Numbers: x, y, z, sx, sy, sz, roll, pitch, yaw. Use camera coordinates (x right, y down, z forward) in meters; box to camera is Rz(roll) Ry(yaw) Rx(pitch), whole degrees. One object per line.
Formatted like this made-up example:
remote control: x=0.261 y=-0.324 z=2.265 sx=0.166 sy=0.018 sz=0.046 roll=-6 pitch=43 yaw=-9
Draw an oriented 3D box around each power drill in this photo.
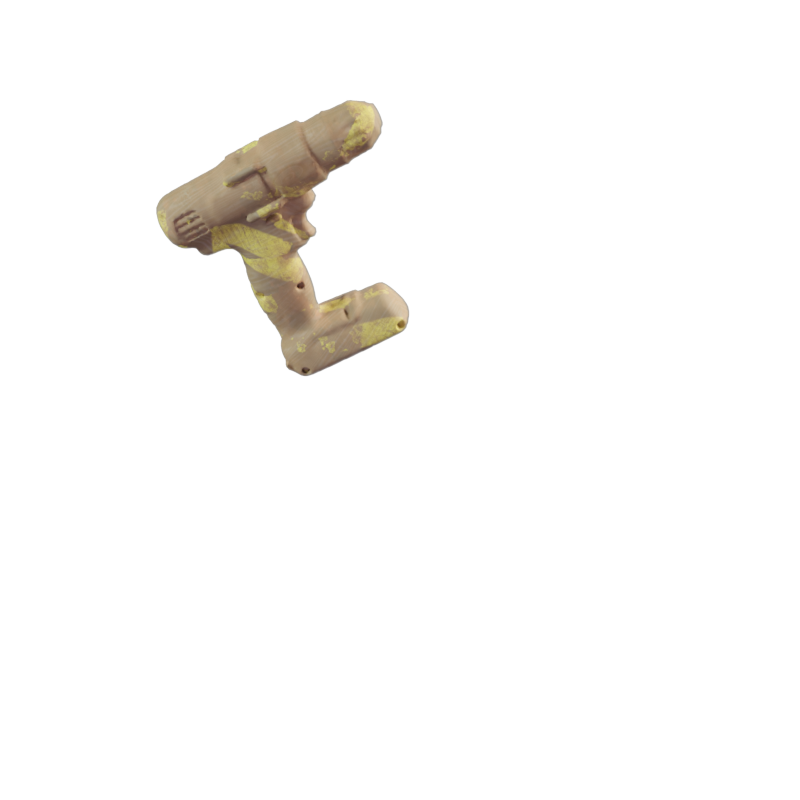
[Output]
power drill: x=-0.067 y=-0.122 z=0.853 sx=0.185 sy=0.177 sz=0.061 roll=-25 pitch=26 yaw=13
